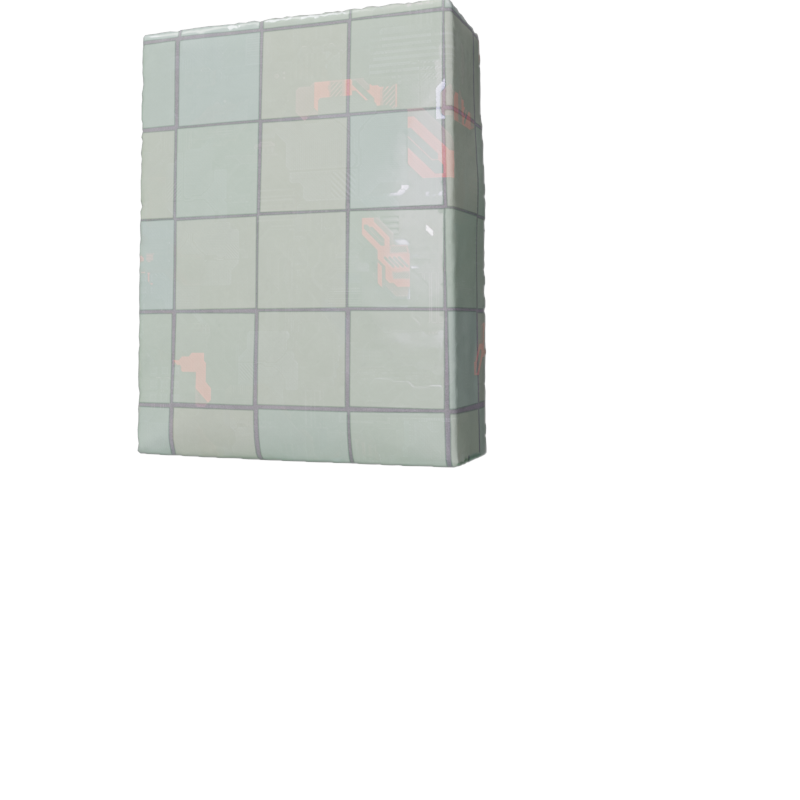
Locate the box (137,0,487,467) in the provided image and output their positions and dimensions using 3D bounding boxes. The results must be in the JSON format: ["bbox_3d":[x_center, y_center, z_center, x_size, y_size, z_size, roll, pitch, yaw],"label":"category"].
[{"bbox_3d":[-0.043,-0.079,0.554,0.168,0.217,0.069,-1,-5,20],"label":"box"}]
